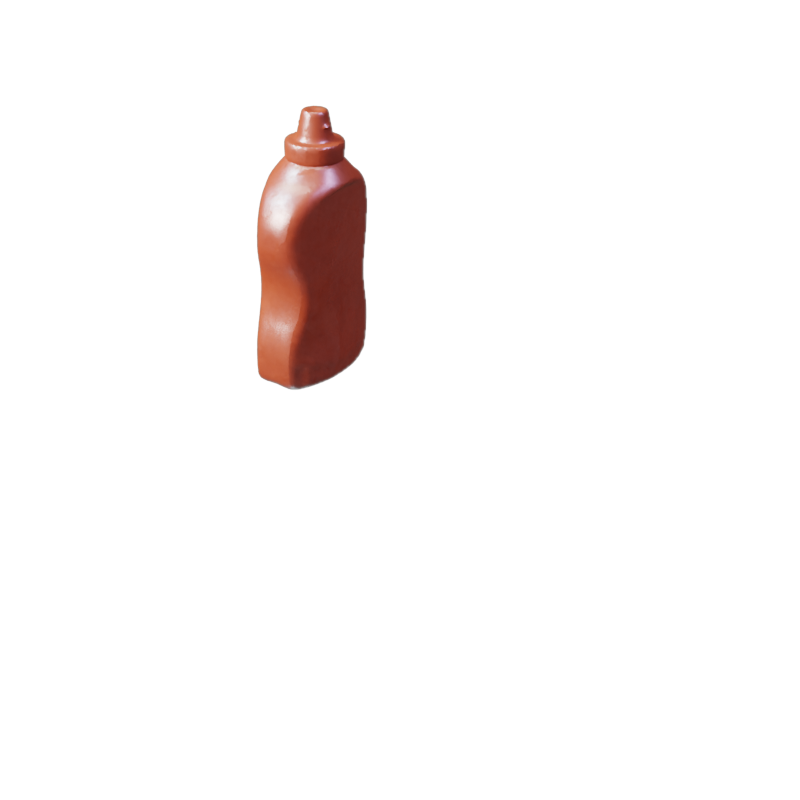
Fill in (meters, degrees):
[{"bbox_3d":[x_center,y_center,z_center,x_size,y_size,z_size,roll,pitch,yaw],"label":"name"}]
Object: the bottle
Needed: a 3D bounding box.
[{"bbox_3d":[-0.060,-0.110,0.771,0.062,0.182,0.096,18,30,31],"label":"bottle"}]
